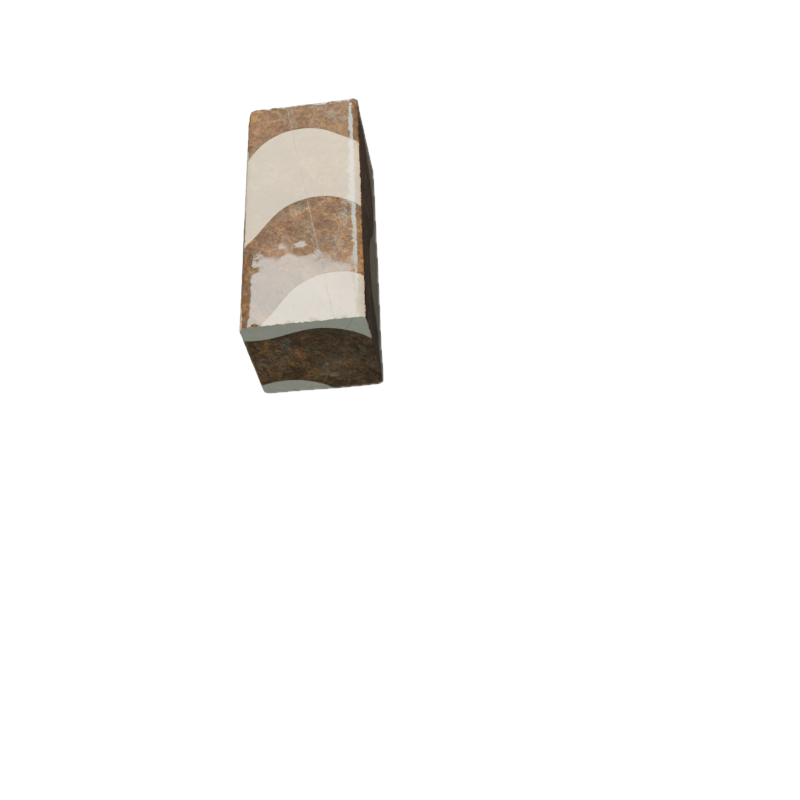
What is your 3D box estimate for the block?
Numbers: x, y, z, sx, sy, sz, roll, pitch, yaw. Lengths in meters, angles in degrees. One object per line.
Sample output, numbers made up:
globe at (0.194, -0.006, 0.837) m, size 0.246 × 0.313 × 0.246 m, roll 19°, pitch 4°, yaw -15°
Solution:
block at (-0.066, -0.119, 0.837) m, size 0.091 × 0.221 × 0.084 m, roll -7°, pitch -35°, yaw 5°
